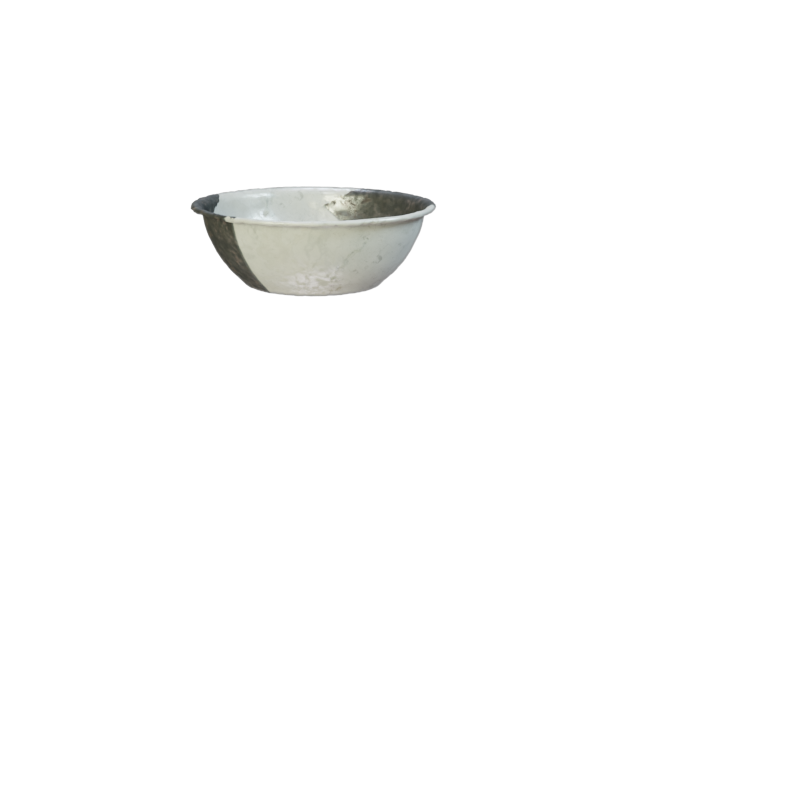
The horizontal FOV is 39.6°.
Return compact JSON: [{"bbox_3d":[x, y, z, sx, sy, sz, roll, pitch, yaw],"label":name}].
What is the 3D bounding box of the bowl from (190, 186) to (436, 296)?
[{"bbox_3d":[-0.058,-0.105,0.737,0.162,0.053,0.168,-1,17,-2],"label":"bowl"}]
